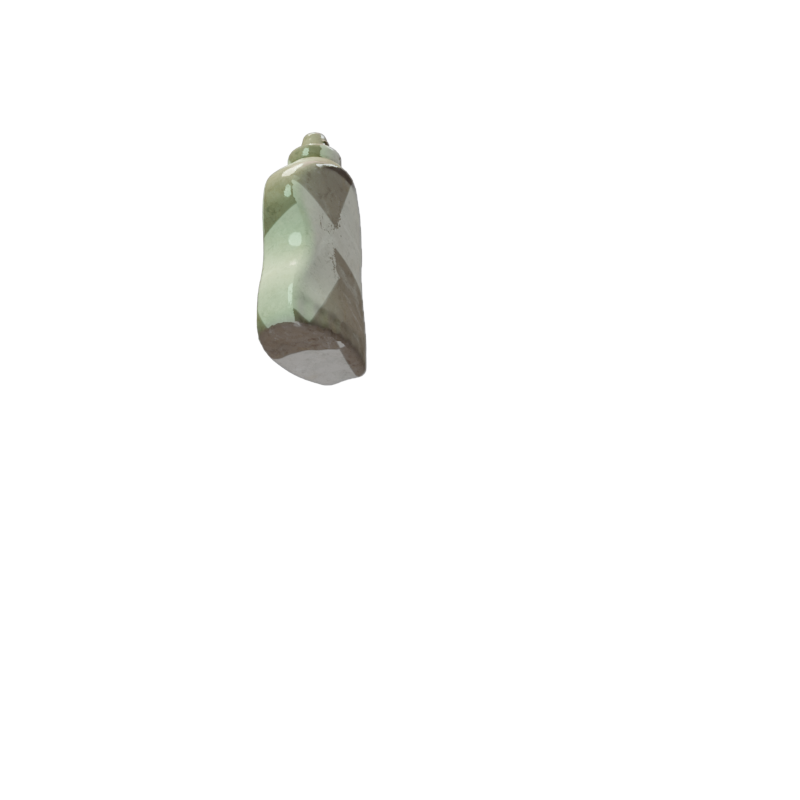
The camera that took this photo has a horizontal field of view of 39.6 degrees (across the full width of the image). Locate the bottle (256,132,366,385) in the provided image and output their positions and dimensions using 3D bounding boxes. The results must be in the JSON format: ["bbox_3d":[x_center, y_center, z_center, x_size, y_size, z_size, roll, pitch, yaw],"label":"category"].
[{"bbox_3d":[-0.062,-0.114,0.799,0.059,0.205,0.089,-21,-36,26],"label":"bottle"}]
